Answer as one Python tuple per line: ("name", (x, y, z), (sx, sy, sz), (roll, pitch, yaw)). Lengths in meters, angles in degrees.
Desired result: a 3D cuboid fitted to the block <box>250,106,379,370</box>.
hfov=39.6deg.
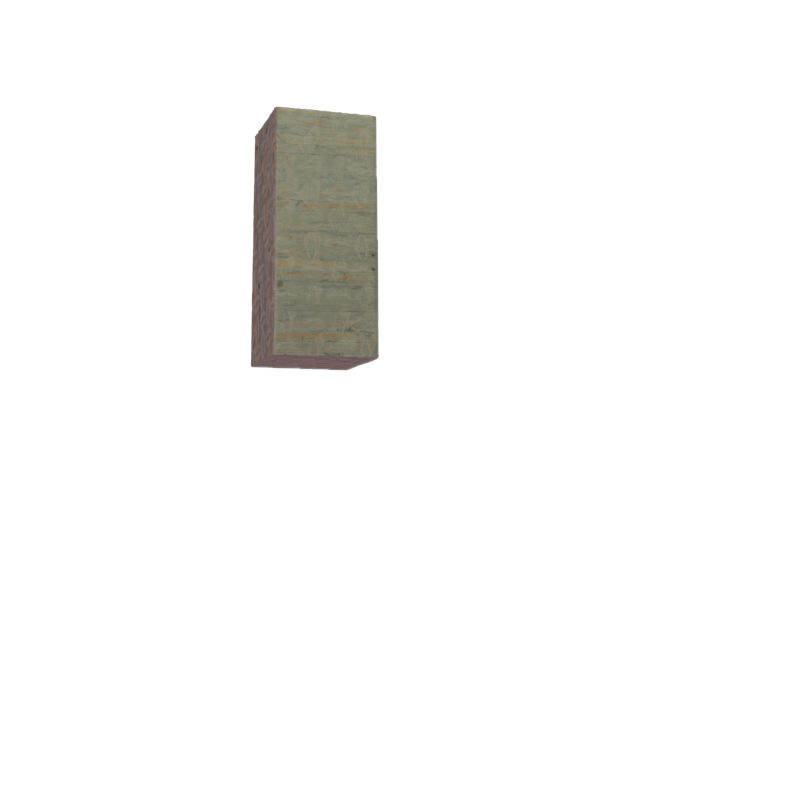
("block", (-0.074, -0.134, 0.942), (0.089, 0.213, 0.090), (3, -12, -17))
